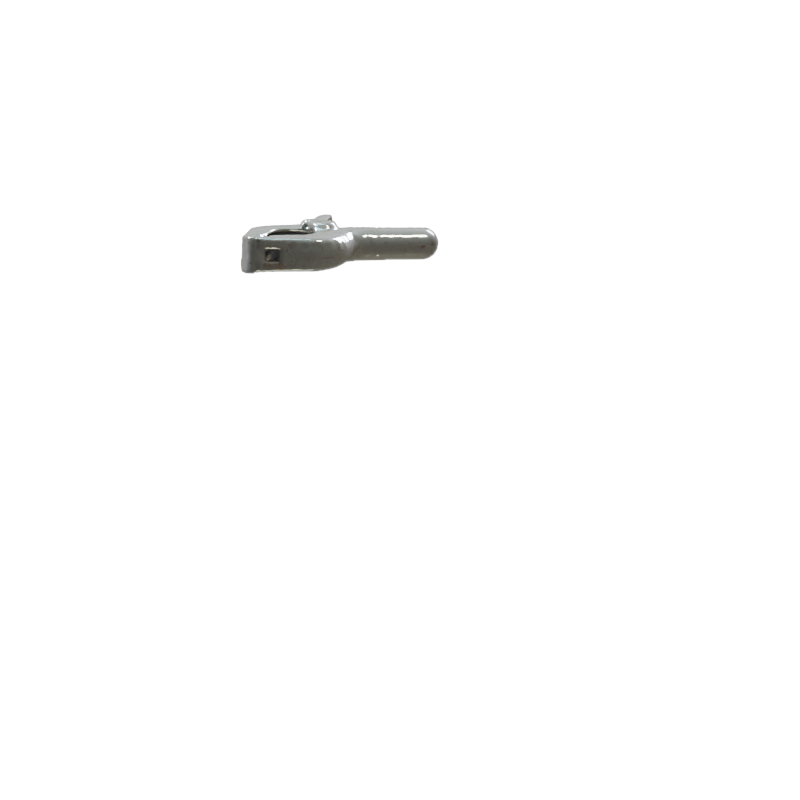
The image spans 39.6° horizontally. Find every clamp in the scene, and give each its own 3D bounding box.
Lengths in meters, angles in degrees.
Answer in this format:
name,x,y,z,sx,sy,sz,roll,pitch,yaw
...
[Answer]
name,x,y,z,sx,sy,sz,roll,pitch,yaw
clamp,-0.067,-0.123,0.862,0.166,0.039,0.126,-10,14,-43
